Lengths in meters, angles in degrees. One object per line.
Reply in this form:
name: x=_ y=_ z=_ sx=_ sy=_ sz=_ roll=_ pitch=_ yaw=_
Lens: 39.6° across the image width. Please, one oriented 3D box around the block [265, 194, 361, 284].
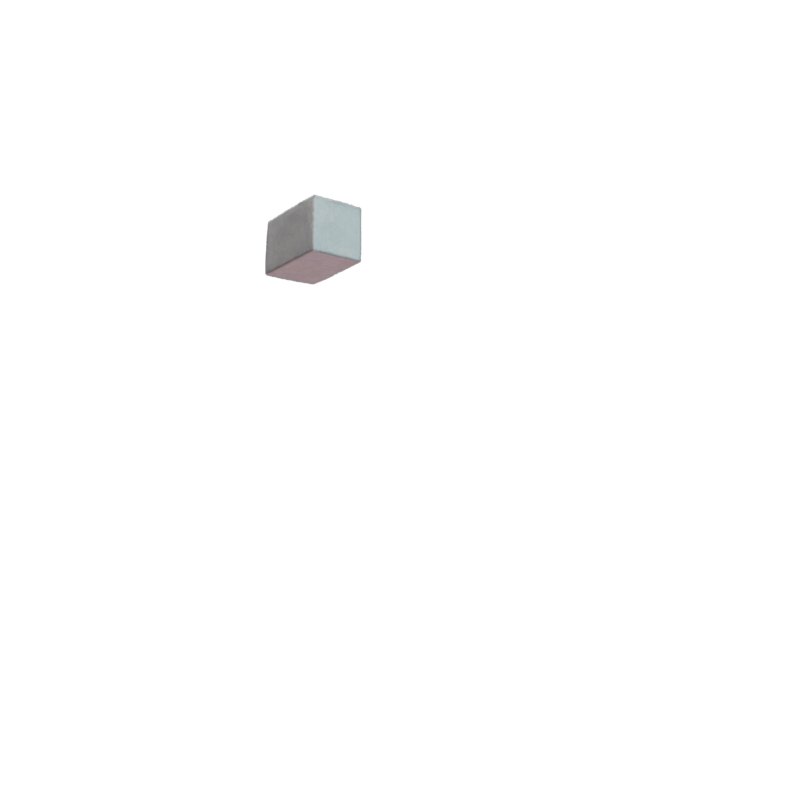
block: x=-0.076 y=-0.139 z=0.973 sx=0.050 sy=0.053 sz=0.079 roll=12 pitch=-20 yaw=-36
